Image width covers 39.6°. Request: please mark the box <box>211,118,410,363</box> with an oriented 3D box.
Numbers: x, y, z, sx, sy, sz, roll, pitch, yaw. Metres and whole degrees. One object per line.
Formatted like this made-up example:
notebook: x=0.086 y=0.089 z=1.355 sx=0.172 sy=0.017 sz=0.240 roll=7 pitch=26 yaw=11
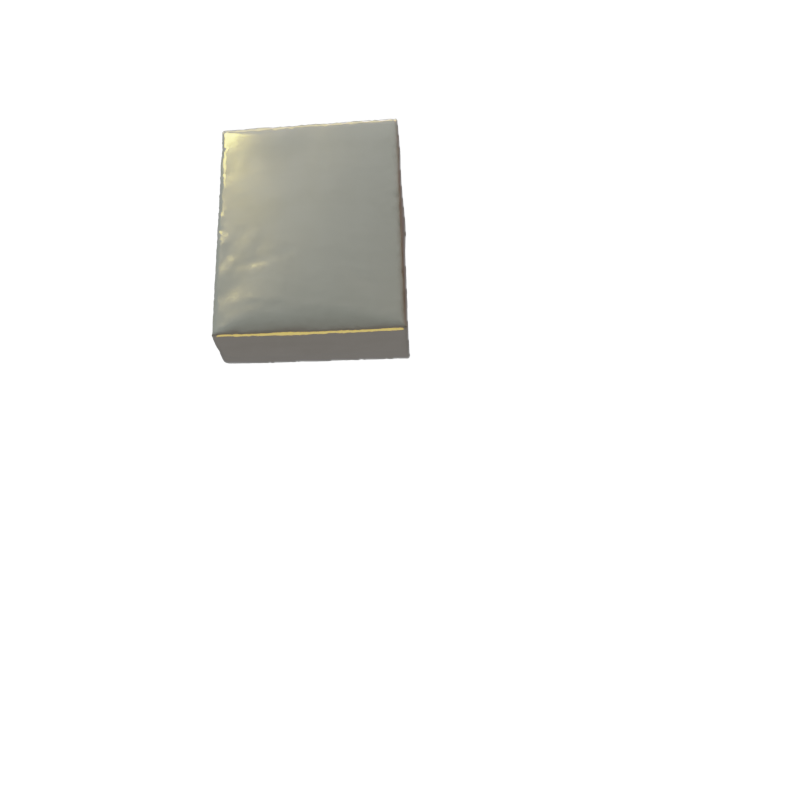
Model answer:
box: x=-0.077 y=-0.141 z=0.987 sx=0.165 sy=0.227 sz=0.067 roll=-4 pitch=-29 yaw=4
